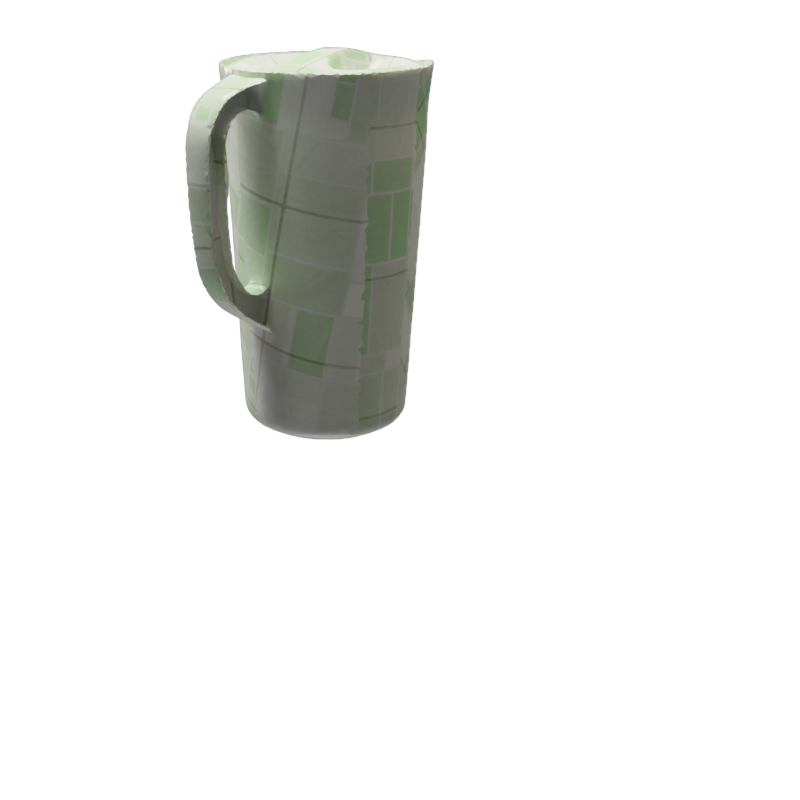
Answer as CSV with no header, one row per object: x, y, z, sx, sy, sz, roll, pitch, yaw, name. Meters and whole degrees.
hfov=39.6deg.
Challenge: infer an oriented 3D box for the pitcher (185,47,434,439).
-0.056,-0.101,0.710,0.149,0.234,0.151,0,17,-4,pitcher
